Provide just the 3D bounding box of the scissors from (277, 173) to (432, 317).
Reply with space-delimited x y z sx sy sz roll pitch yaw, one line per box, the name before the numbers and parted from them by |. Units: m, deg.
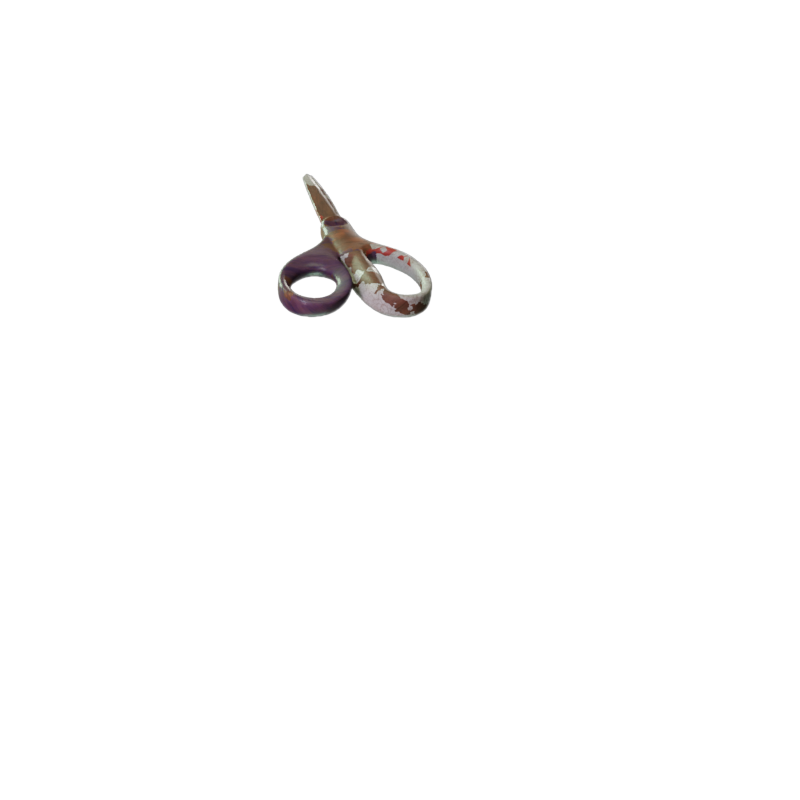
scissors | -0.054 -0.099 0.690 0.095 0.015 0.217 -15 35 -24
